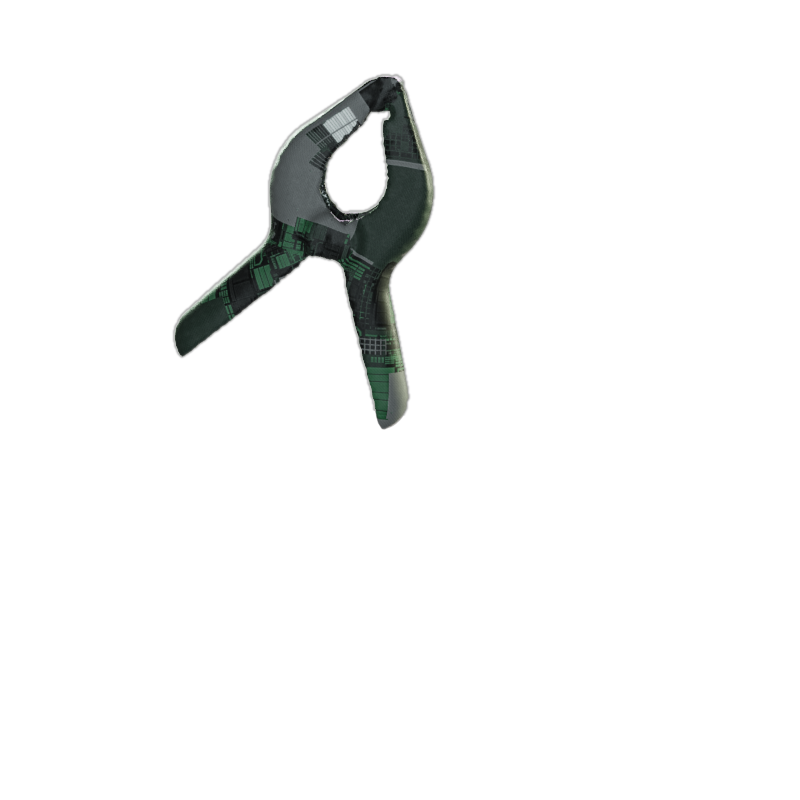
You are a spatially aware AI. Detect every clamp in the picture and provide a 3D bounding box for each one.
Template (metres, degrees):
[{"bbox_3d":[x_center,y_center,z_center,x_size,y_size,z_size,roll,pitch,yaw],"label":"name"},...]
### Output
[{"bbox_3d":[-0.042,-0.077,0.539,0.120,0.168,0.040,10,9,-2],"label":"clamp"}]
